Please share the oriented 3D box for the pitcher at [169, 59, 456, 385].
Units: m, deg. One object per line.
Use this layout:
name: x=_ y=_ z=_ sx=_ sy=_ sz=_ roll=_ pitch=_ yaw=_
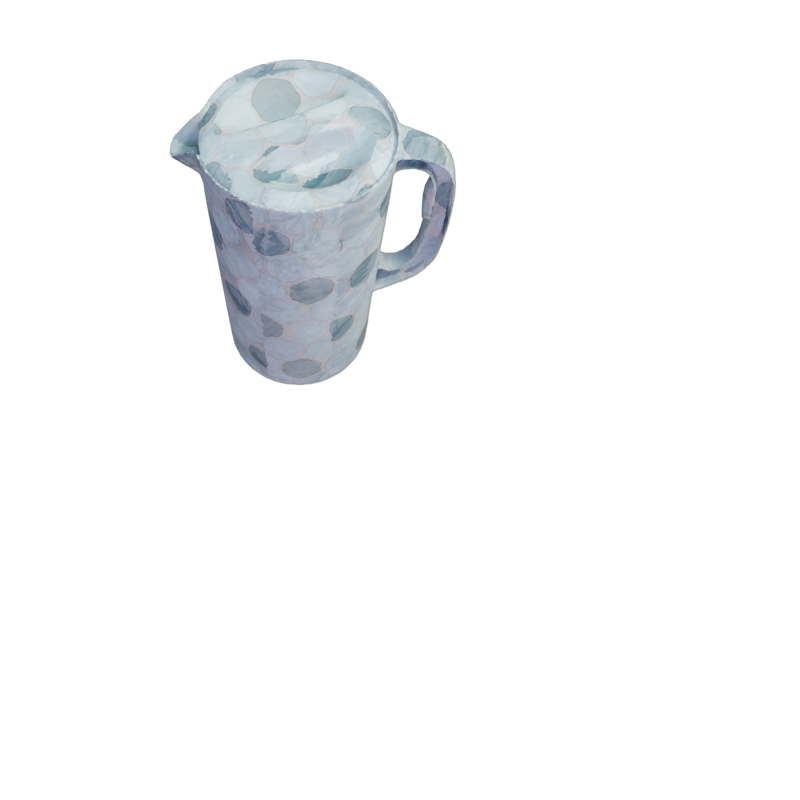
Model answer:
pitcher: x=-0.062 y=-0.114 z=0.797 sx=0.146 sy=0.158 sz=0.227 roll=-40 pitch=-23 yaw=-24
